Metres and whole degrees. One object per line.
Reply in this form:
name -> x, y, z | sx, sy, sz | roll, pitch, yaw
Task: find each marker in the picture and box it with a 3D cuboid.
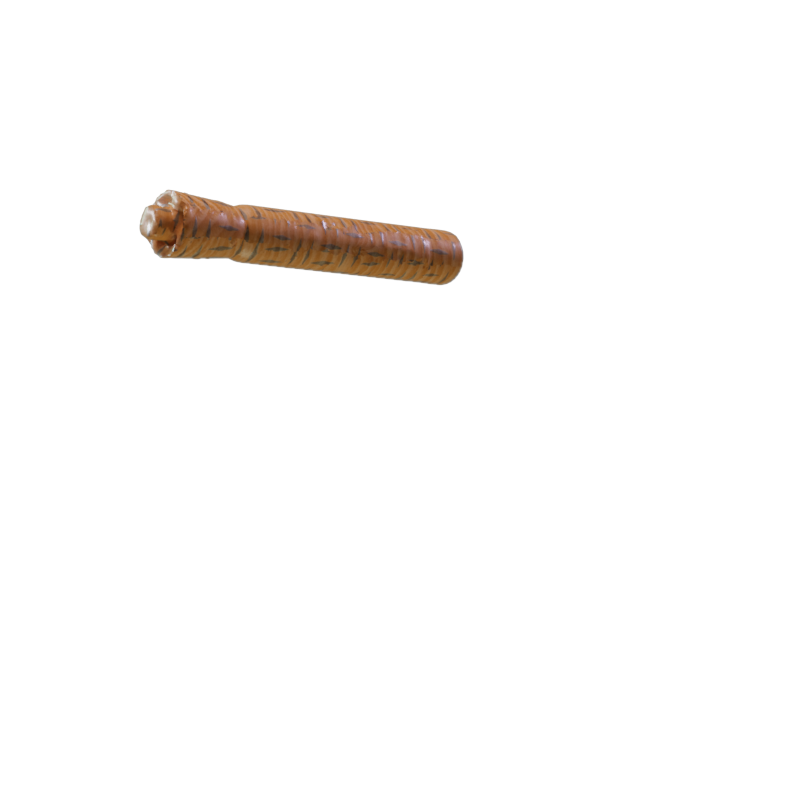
marker -> -0.026, -0.048, 0.338 | 0.116, 0.020, 0.021 | 0, 3, -44
